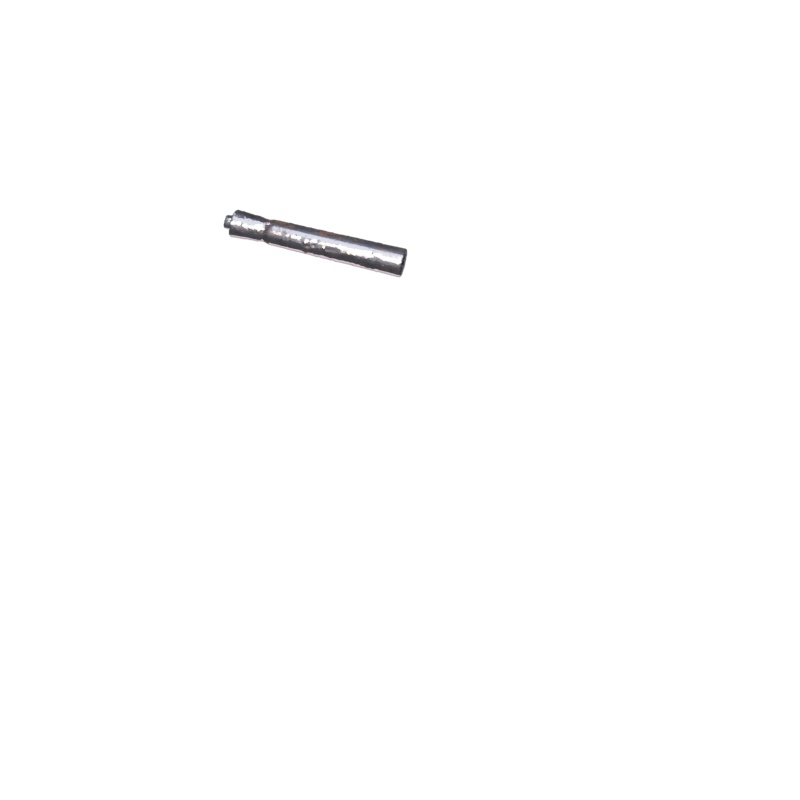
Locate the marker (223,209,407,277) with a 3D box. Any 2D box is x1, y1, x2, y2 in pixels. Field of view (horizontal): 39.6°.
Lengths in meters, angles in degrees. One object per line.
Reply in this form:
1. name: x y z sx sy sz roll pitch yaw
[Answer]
1. marker: -0.056 -0.102 0.716 0.124 0.020 0.019 15 7 12
